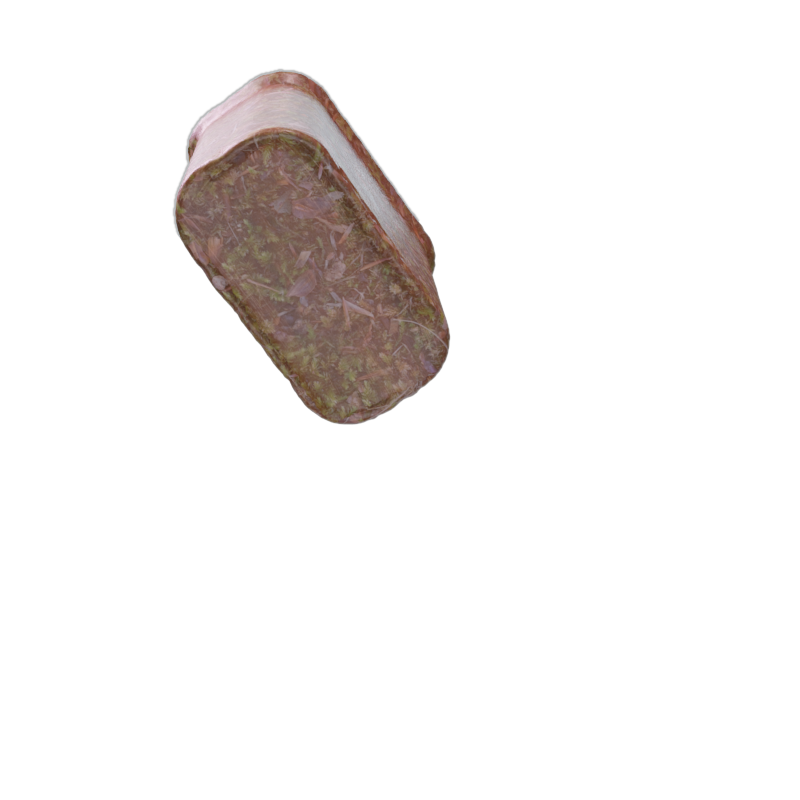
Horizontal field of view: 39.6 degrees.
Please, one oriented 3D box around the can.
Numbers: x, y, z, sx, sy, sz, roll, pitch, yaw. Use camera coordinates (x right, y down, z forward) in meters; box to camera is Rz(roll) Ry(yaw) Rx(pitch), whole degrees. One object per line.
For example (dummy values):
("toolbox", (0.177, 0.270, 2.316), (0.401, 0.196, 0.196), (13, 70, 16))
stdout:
("can", (-0.029, -0.053, 0.369), (0.057, 0.098, 0.088), (-34, 19, 11))
